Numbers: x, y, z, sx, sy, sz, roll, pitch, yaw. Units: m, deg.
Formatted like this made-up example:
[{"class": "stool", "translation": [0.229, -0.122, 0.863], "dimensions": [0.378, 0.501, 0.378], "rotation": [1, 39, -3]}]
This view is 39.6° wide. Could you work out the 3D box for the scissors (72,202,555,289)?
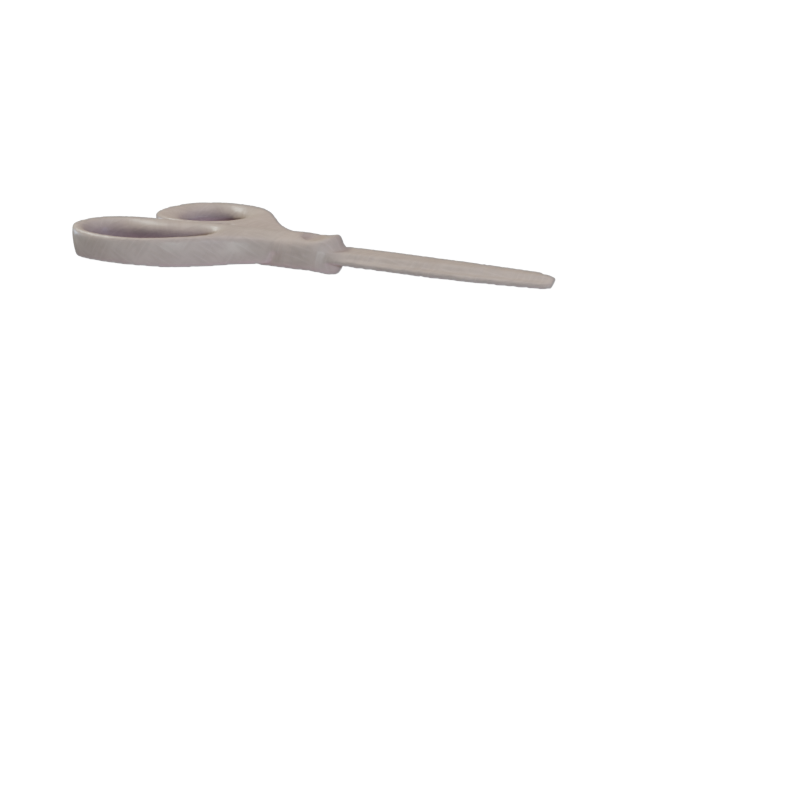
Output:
[{"class": "scissors", "translation": [-0.036, -0.066, 0.461], "dimensions": [0.206, 0.015, 0.098], "rotation": [5, 20, 14]}]
